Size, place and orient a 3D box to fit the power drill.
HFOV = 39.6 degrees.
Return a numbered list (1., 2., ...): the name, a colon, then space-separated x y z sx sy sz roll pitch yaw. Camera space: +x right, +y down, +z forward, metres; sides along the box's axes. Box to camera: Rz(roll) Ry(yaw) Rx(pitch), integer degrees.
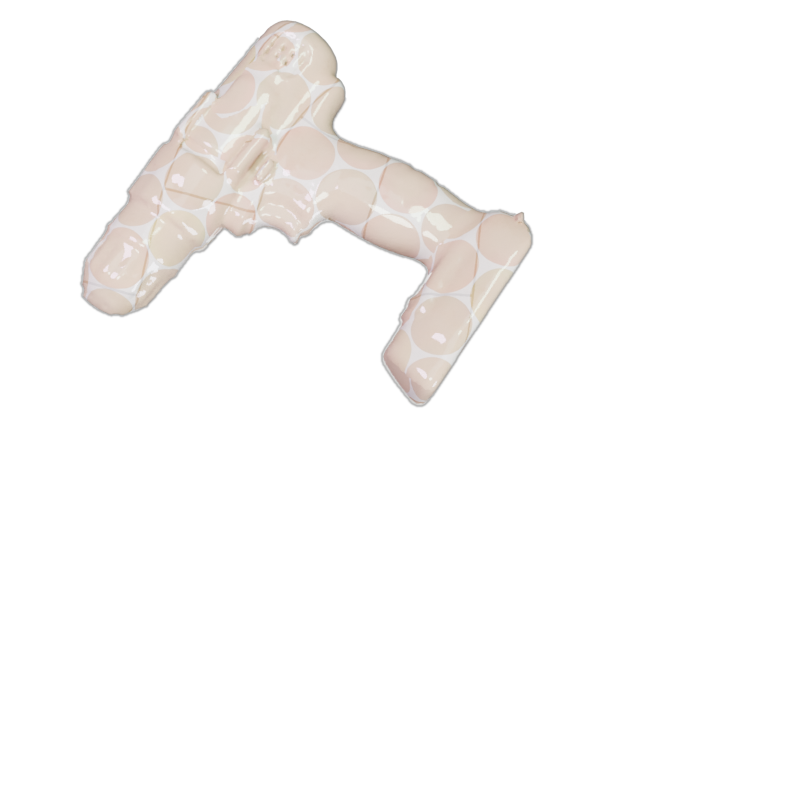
1. power drill: -0.044 -0.081 0.564 0.191 0.187 0.056 35 -10 7
